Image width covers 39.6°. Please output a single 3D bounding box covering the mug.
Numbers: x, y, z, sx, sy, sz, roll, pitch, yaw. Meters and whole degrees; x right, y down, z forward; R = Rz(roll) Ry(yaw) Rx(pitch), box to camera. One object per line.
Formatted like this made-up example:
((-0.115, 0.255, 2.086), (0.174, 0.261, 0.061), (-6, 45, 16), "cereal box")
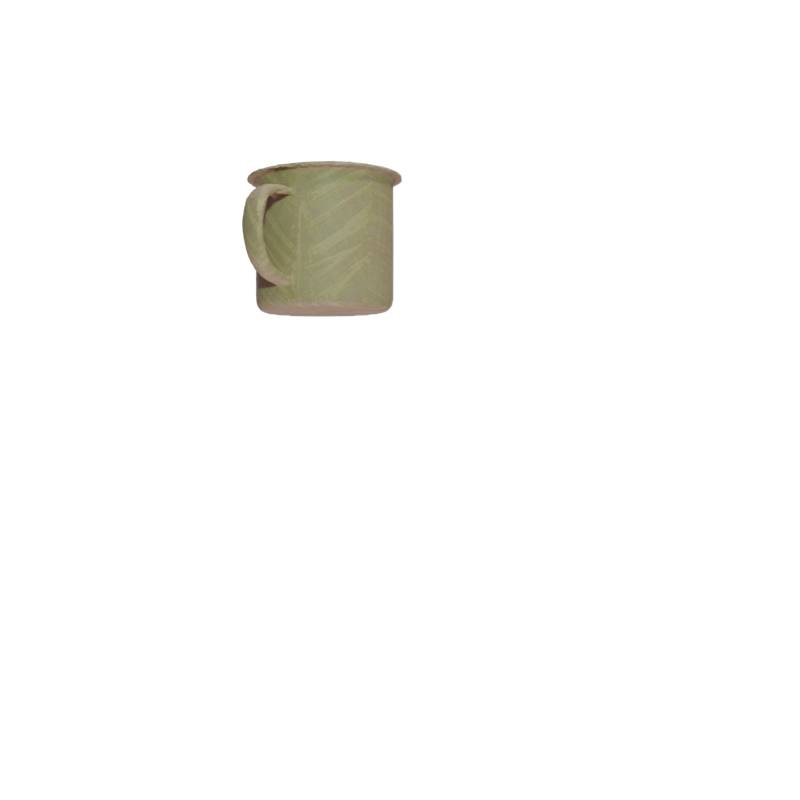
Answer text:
((-0.051, -0.093, 0.651), (0.096, 0.083, 0.112), (-3, -4, 31), "mug")
